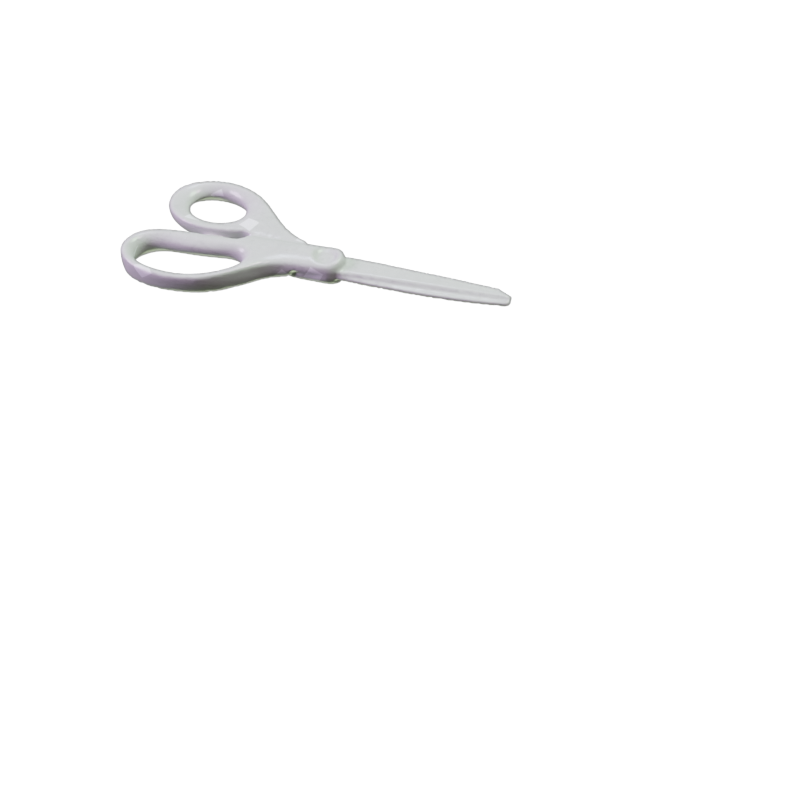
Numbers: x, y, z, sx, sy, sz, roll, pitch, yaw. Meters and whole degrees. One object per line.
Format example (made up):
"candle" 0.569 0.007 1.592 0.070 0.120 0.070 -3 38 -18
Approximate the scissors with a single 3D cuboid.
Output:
"scissors" -0.047 -0.085 0.595 0.202 0.015 0.103 1 43 1
